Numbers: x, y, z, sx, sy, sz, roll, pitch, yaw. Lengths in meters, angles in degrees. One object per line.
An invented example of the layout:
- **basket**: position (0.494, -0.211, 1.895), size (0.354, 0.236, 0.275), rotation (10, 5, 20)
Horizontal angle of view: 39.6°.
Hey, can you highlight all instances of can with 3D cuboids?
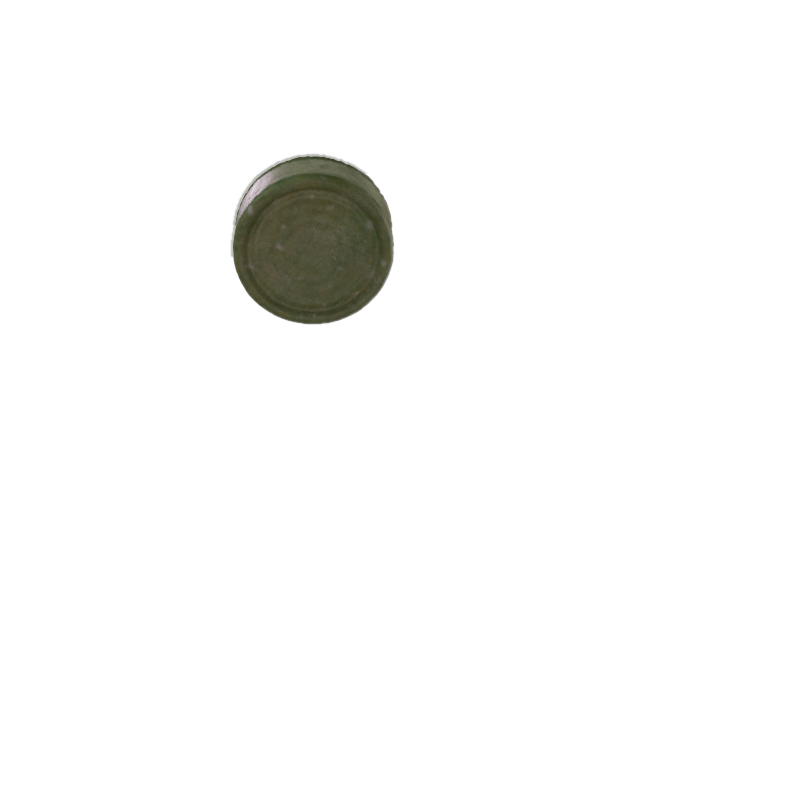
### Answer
- **can**: position (-0.046, -0.084, 0.588), size (0.086, 0.082, 0.035), rotation (1, 24, -1)
